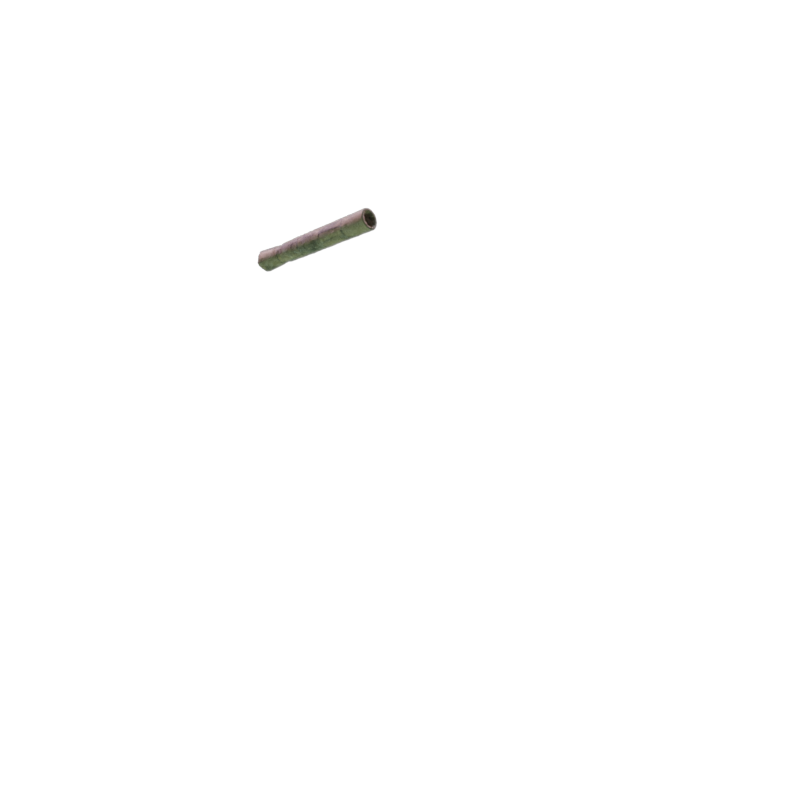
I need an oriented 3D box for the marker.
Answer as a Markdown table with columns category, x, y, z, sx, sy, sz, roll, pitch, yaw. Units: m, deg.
| category | x | y | z | sx | sy | sz | roll | pitch | yaw |
| --- | --- | --- | --- | --- | --- | --- | --- | --- | --- |
| marker | -0.071 | -0.129 | 0.905 | 0.122 | 0.020 | 0.019 | -15 | -6 | 37 |
